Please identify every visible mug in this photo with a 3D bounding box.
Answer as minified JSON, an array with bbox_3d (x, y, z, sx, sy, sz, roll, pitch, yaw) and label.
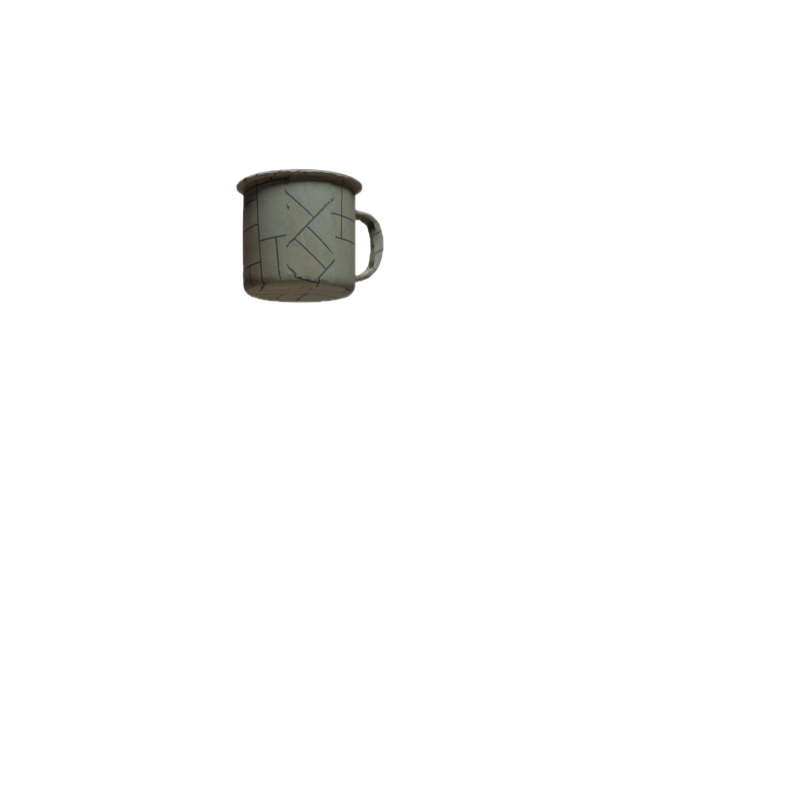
[{"bbox_3d":[-0.064,-0.116,0.812,0.112,0.084,0.095,5,-9,-34],"label":"mug"}]
